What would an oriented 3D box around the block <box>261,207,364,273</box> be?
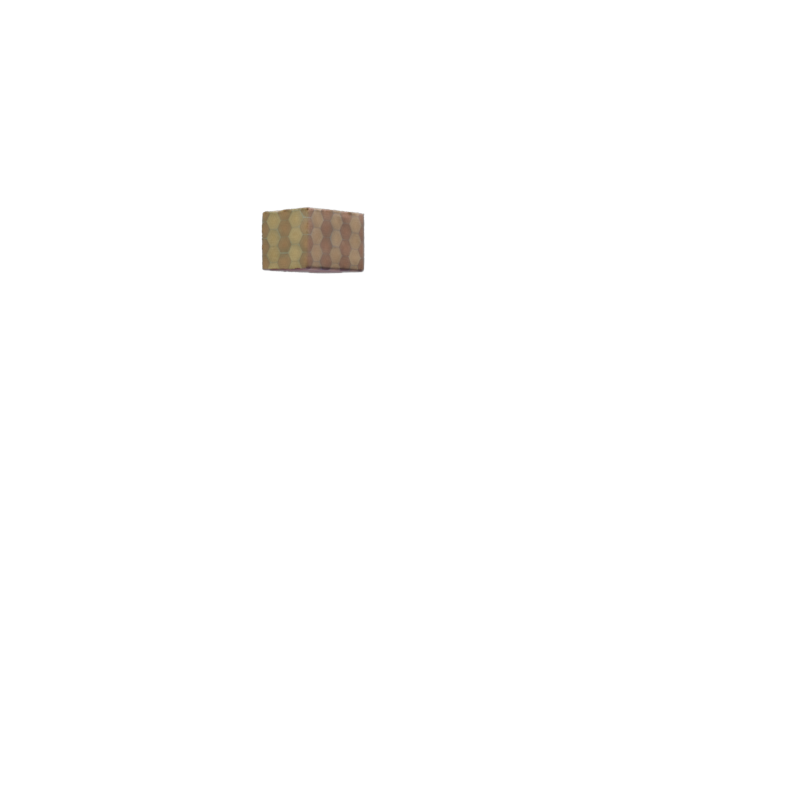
[{"bbox_3d":[-0.074,-0.135,0.944,0.055,0.051,0.075,0,2,38],"label":"block"}]
